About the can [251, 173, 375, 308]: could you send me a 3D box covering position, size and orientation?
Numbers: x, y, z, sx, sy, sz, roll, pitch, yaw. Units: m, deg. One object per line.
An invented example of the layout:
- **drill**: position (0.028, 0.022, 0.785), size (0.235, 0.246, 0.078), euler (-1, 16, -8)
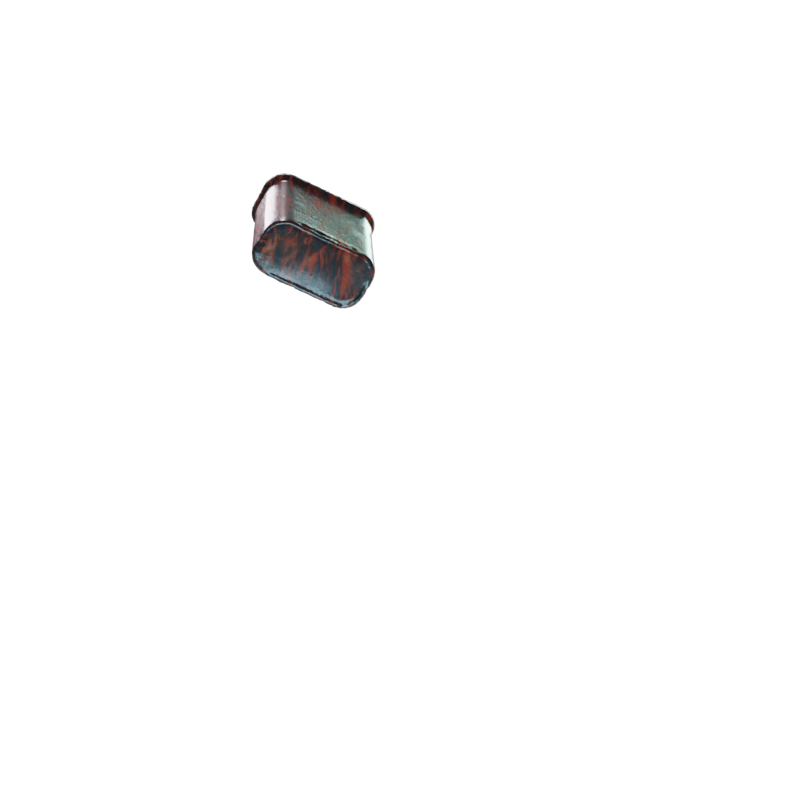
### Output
- **can**: position (-0.070, -0.128, 0.898), size (0.099, 0.056, 0.089), euler (24, 28, -15)
